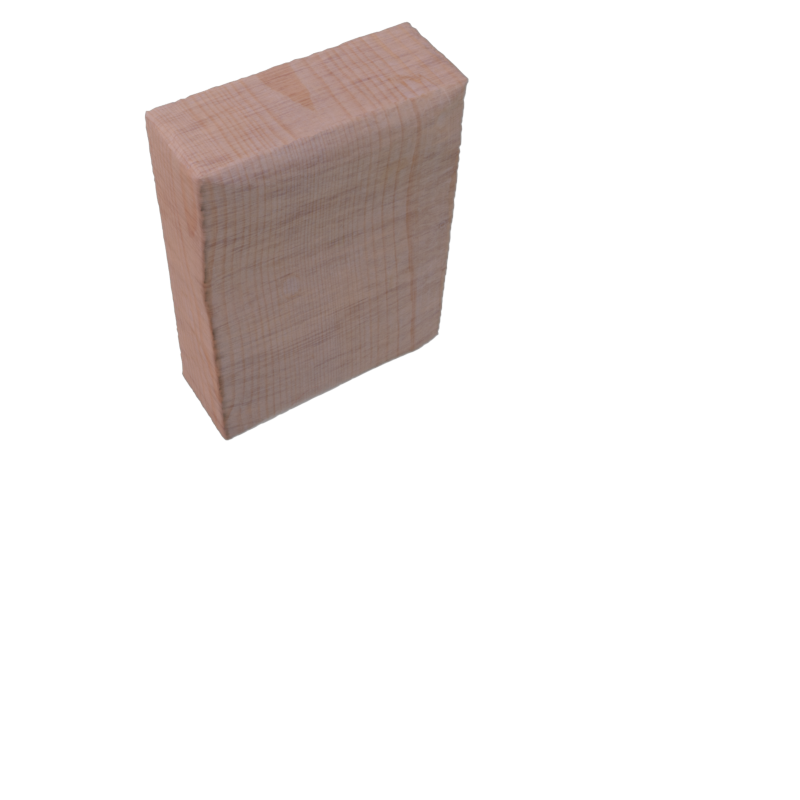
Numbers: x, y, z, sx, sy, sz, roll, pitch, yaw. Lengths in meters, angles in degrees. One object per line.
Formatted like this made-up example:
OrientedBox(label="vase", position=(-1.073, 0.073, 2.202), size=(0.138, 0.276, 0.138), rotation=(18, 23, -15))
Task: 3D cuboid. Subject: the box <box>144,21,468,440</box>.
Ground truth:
OrientedBox(label="box", position=(-0.050, -0.092, 0.645), size=(0.163, 0.077, 0.199), rotation=(-25, -35, -22))
